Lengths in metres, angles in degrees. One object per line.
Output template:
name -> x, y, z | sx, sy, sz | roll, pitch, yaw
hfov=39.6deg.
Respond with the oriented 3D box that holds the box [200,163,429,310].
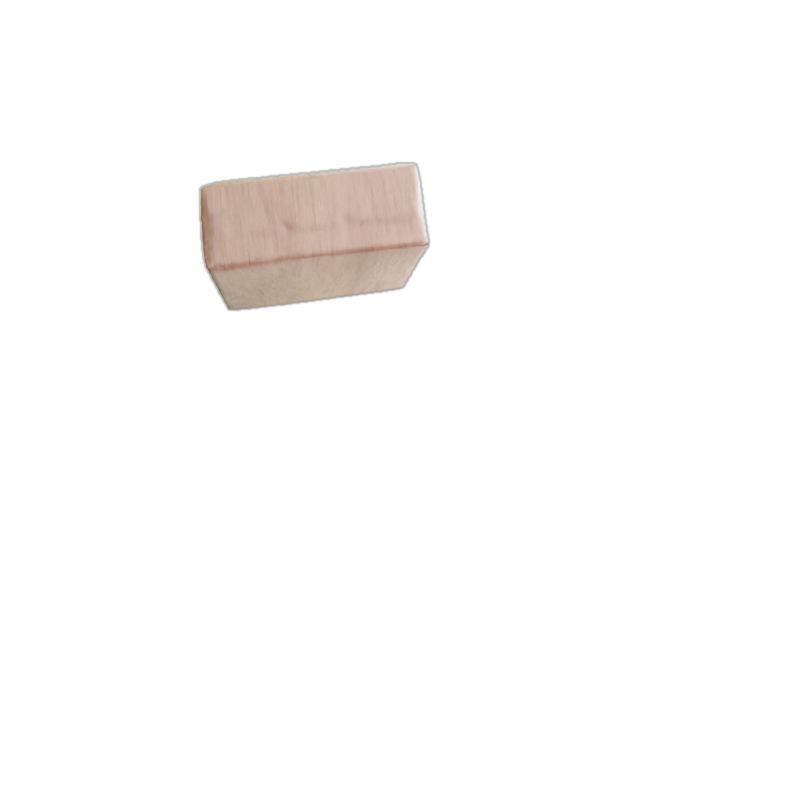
box -> -0.071, -0.129, 0.901 | 0.164, 0.073, 0.210 | -7, -4, -4
